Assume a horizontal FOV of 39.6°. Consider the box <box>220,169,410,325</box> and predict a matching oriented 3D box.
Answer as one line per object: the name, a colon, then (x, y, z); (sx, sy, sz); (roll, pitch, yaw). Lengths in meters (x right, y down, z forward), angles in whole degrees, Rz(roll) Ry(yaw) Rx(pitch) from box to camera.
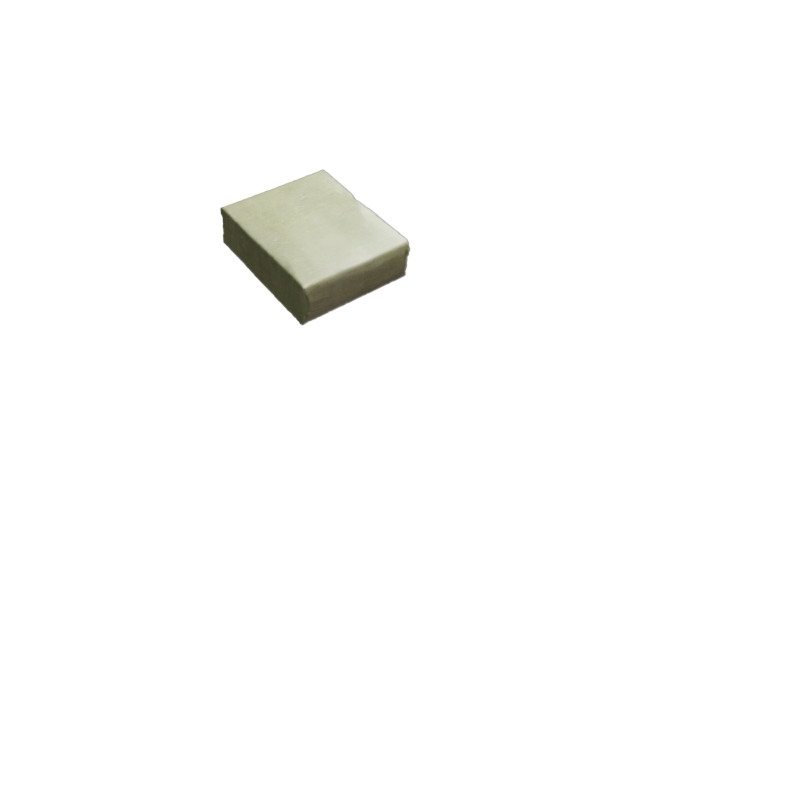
box: (-0.050, -0.091, 0.636); (0.073, 0.028, 0.096); (-25, 49, -25)
